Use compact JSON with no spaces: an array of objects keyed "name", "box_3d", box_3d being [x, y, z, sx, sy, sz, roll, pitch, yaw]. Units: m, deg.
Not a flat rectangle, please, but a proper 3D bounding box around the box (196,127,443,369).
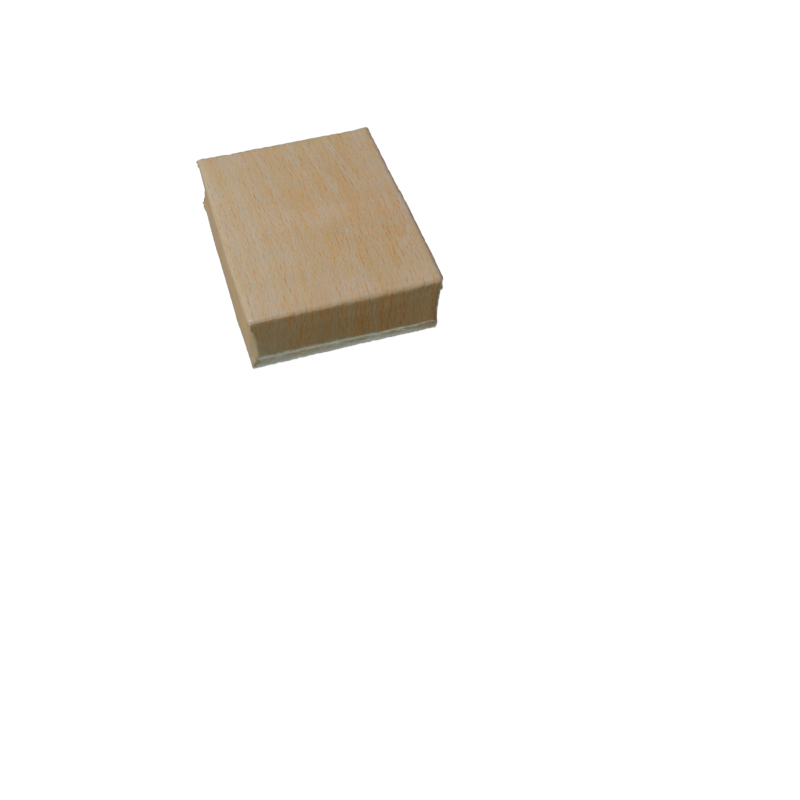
[{"name":"box","box_3d":[-0.041,-0.075,0.528,0.089,0.123,0.036,-13,-41,-12]}]
